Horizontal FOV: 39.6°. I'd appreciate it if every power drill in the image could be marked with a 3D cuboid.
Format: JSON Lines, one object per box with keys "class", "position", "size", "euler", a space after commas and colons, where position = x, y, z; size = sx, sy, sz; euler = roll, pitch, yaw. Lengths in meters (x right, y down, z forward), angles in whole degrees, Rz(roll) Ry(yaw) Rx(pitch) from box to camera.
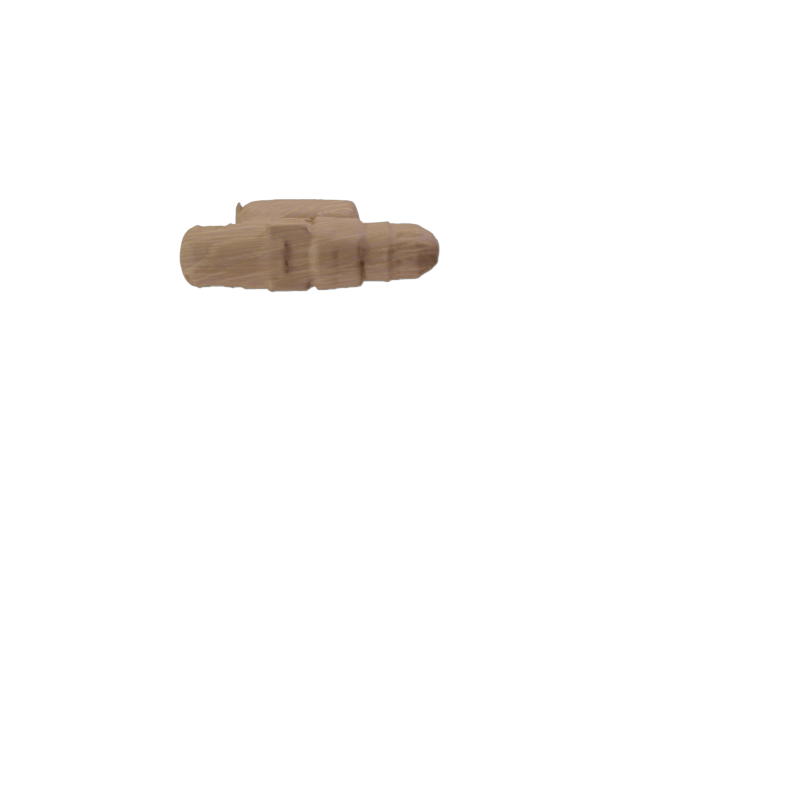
{"class": "power drill", "position": [-0.067, -0.122, 0.858], "size": [0.185, 0.056, 0.191], "euler": [0, 12, 0]}
